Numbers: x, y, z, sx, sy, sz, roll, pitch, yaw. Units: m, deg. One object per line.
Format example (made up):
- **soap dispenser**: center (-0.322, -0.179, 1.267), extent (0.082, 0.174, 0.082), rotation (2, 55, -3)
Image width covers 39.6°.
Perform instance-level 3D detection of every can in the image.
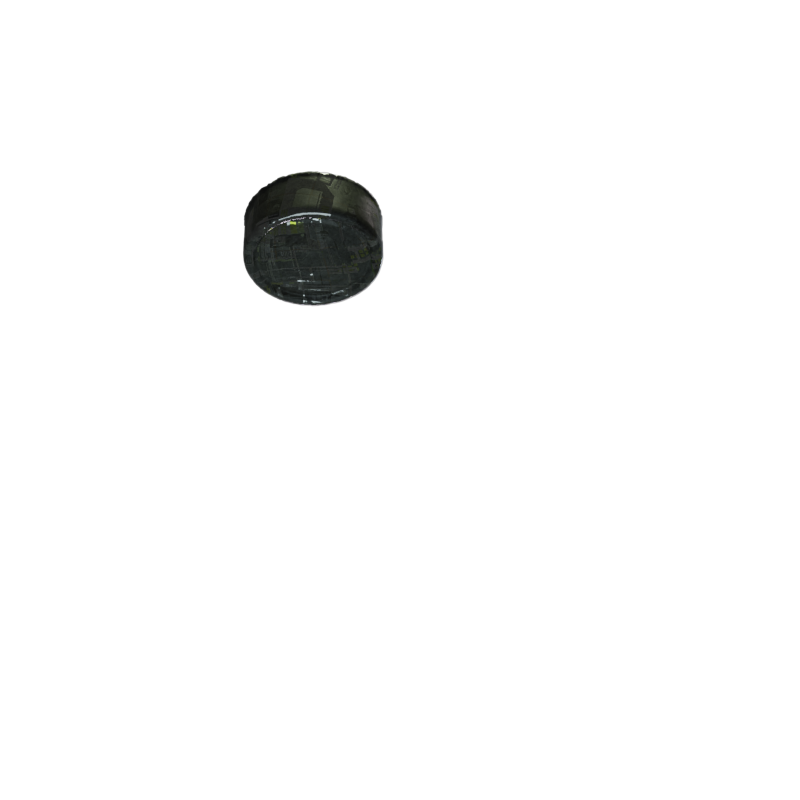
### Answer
- **can**: center (-0.053, -0.096, 0.672), extent (0.086, 0.036, 0.080), rotation (1, -40, -2)
